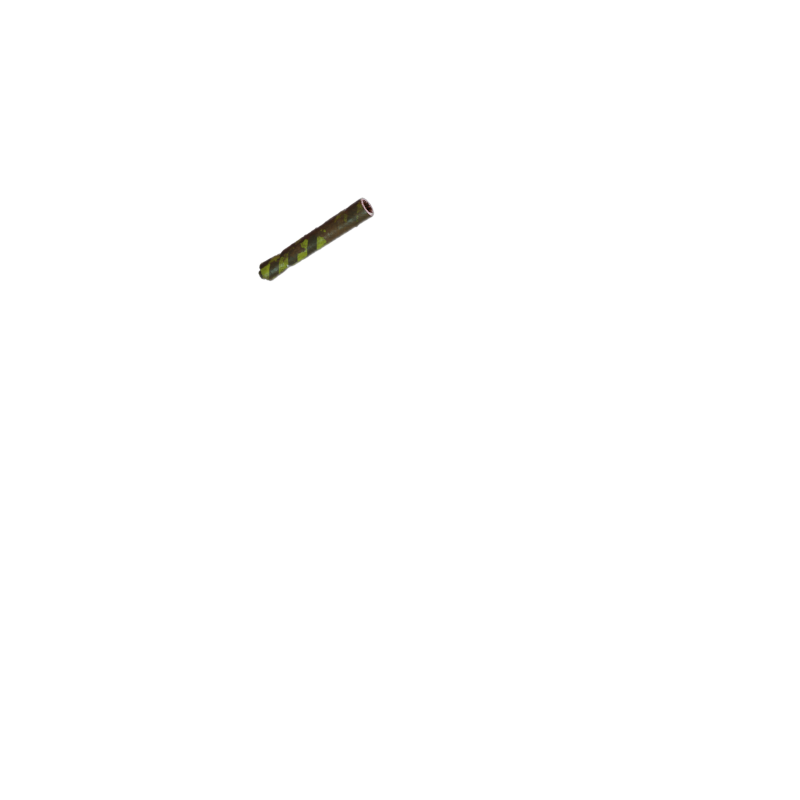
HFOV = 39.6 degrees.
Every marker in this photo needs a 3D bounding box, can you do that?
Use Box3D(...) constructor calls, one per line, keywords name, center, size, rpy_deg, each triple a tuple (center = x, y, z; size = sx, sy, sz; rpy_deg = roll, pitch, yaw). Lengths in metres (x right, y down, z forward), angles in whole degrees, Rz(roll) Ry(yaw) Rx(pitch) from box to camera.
Box3D(name="marker", center=(-0.076, -0.138, 0.970), size=(0.121, 0.020, 0.019), rpy_deg=(-29, -9, 24))
